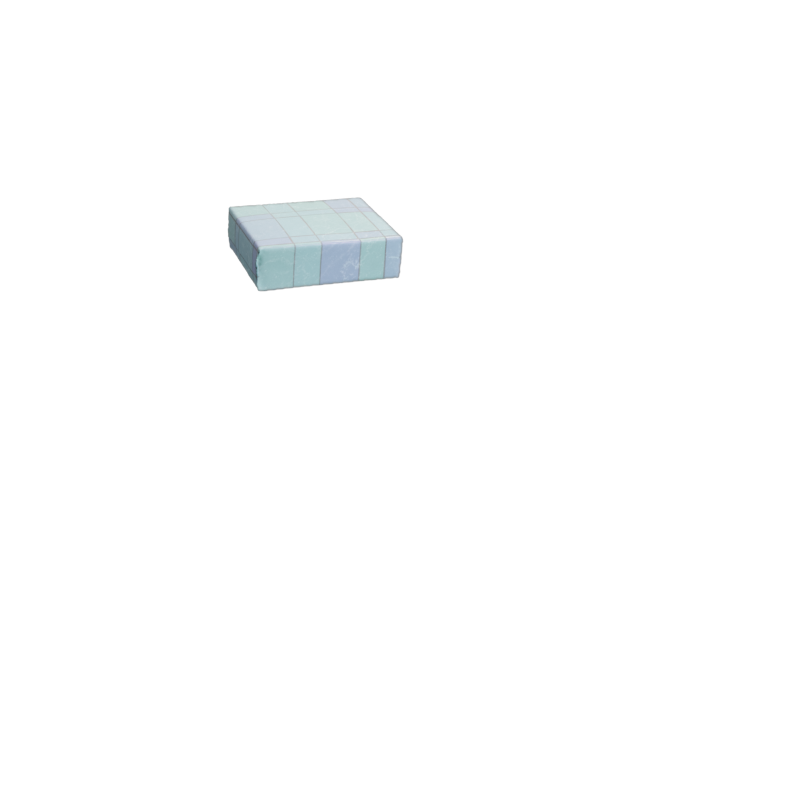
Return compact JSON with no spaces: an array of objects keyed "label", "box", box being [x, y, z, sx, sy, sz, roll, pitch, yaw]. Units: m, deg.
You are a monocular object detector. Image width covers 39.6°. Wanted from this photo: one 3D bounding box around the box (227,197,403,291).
[{"label":"box","box":[-0.066,-0.120,0.839,0.112,0.037,0.096,-9,29,-18]}]
